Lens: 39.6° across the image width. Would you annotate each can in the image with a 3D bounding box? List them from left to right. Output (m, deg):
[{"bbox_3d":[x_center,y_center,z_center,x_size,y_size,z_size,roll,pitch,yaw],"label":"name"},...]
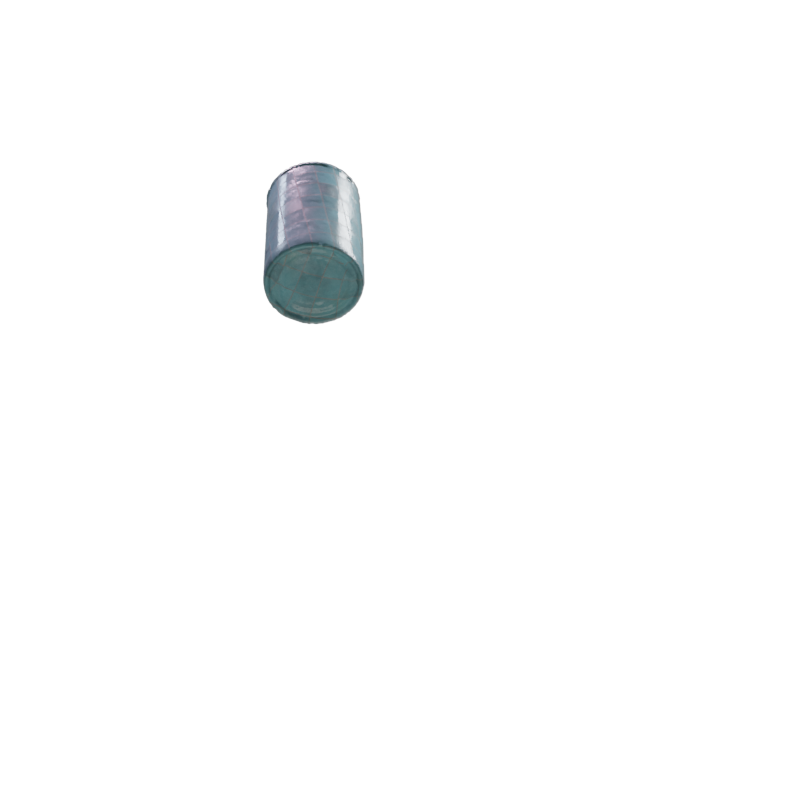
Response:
[{"bbox_3d":[-0.060,-0.109,0.763,0.068,0.064,0.109,-1,39,-3],"label":"can"}]
